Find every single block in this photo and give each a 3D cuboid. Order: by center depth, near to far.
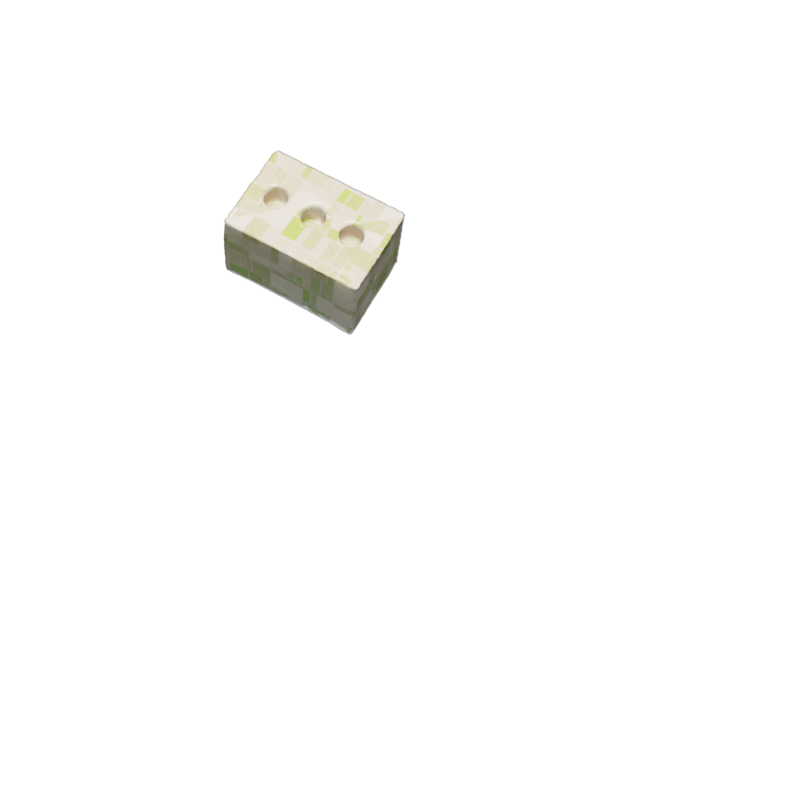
[{"bbox_3d":[-0.044,-0.081,0.566,0.080,0.054,0.048,27,-25,13],"label":"block"}]
